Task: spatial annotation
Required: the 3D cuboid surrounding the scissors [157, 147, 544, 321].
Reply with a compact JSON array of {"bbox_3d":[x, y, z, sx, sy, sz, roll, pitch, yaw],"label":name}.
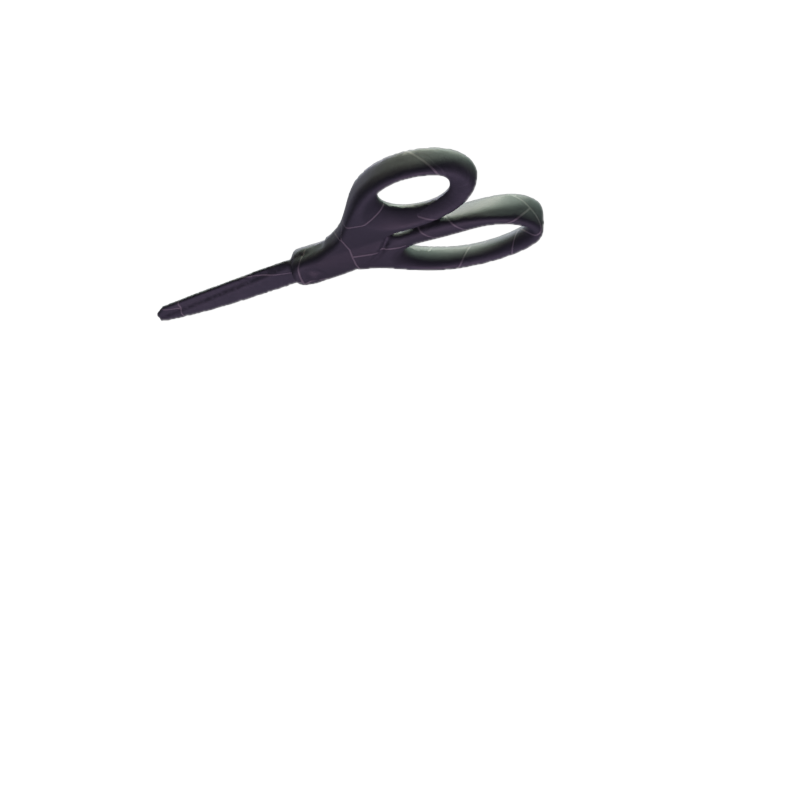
[{"bbox_3d":[-0.039,-0.071,0.498,0.205,0.017,0.089,-8,-25,17],"label":"scissors"}]
